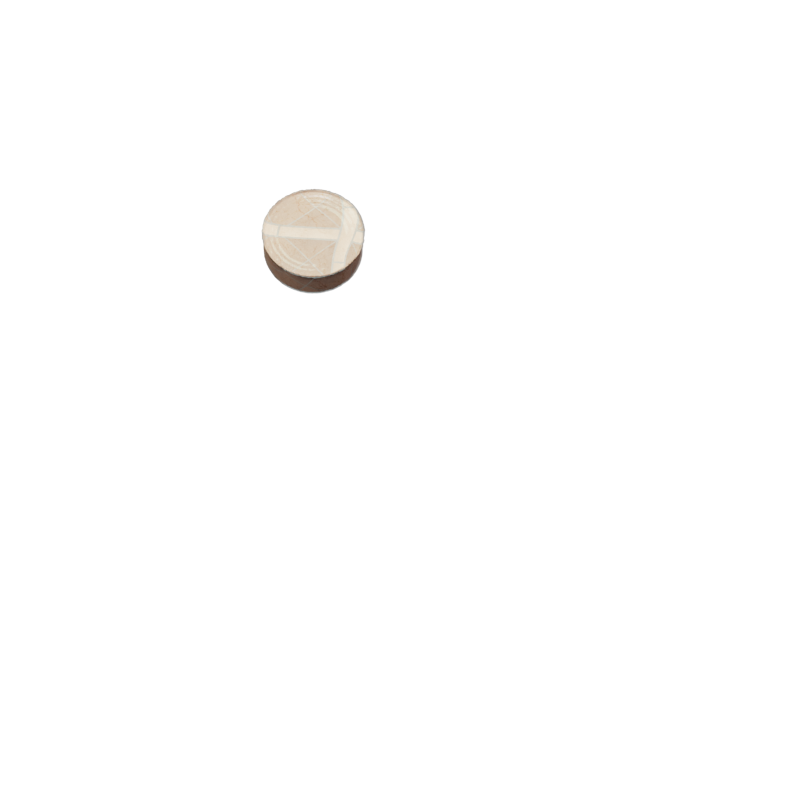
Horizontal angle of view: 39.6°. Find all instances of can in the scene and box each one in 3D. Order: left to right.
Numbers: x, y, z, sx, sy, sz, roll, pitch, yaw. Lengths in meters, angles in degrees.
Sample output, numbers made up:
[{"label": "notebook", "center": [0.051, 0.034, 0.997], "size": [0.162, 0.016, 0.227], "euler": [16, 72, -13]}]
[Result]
[{"label": "can", "center": [-0.073, -0.133, 0.934], "size": [0.086, 0.091, 0.032], "euler": [-1, -29, -1]}]
